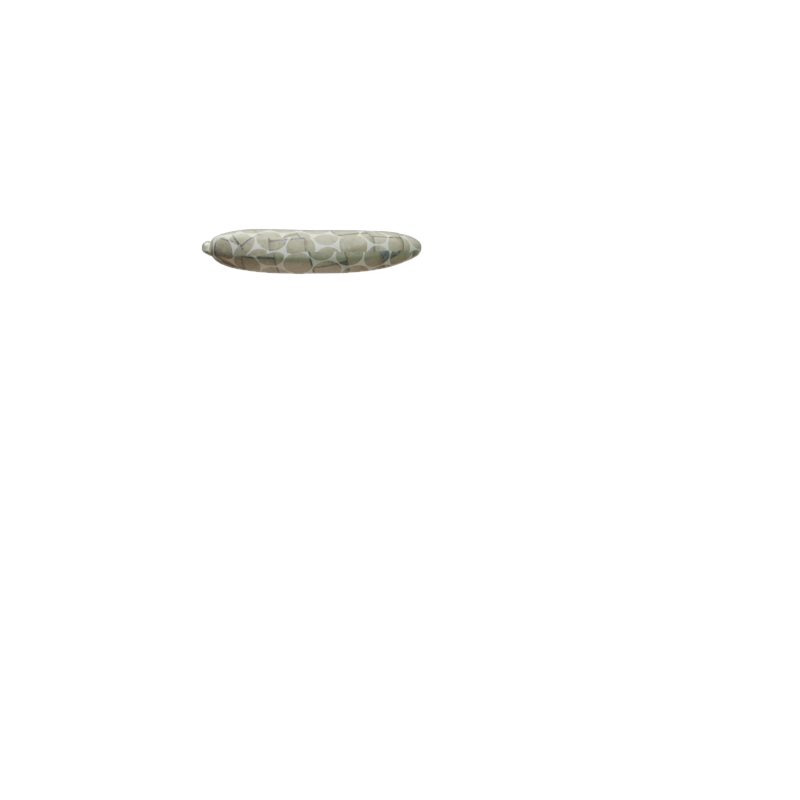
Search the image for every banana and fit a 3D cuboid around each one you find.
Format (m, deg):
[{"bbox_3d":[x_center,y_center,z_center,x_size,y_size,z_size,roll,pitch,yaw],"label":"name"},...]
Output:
[{"bbox_3d":[-0.081,-0.132,0.962,0.199,0.035,0.072,2,22,6],"label":"banana"}]
